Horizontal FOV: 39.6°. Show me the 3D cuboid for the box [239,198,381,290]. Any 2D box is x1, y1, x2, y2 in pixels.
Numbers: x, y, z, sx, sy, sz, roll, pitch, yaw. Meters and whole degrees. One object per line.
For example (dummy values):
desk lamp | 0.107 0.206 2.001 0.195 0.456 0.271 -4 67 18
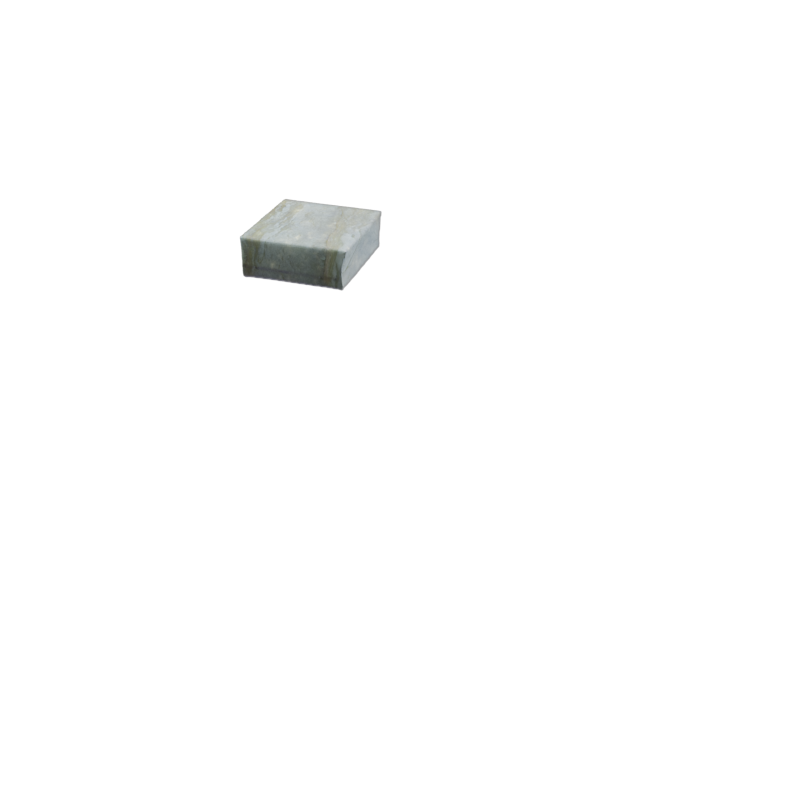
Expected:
box | -0.072 -0.132 0.924 0.092 0.037 0.117 7 28 13
